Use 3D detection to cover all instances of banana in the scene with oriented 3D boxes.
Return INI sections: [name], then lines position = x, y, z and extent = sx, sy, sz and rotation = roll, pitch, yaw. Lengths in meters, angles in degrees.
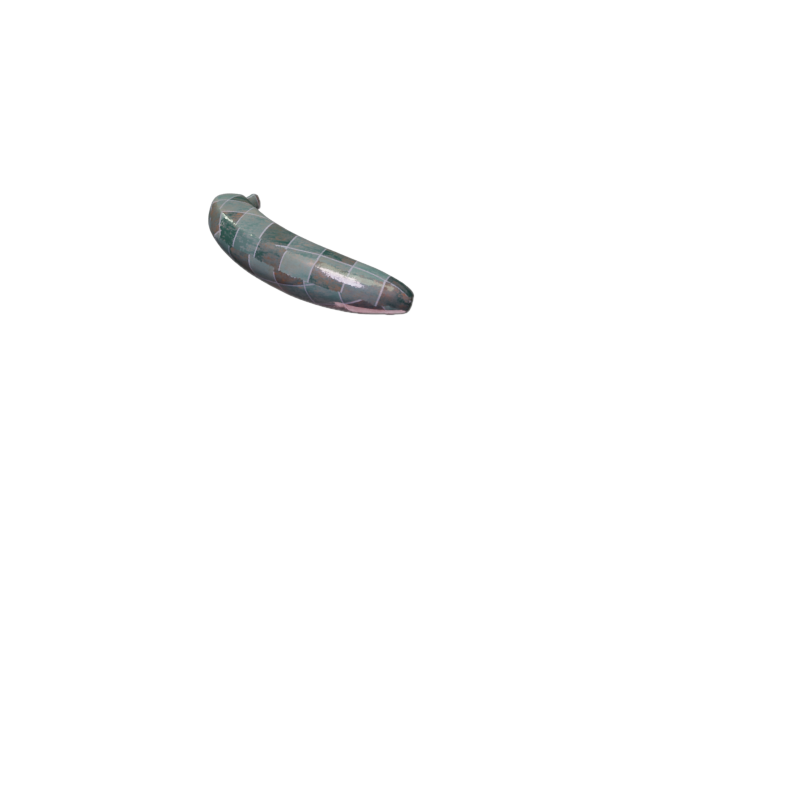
[banana]
position = -0.075, -0.101, 0.731
extent = 0.069, 0.035, 0.213
rotation = -20, 38, -29
